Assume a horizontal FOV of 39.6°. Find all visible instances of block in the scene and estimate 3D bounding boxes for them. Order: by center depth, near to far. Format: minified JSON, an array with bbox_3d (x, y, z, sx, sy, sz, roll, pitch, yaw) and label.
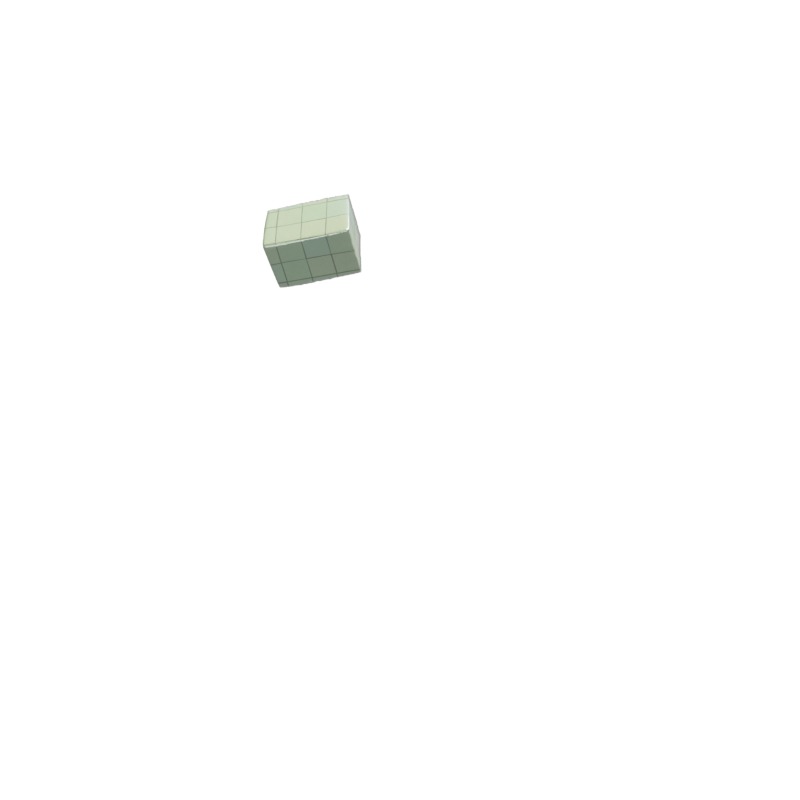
[{"bbox_3d":[-0.077,-0.140,0.983,0.078,0.049,0.055,-10,43,8],"label":"block"}]
